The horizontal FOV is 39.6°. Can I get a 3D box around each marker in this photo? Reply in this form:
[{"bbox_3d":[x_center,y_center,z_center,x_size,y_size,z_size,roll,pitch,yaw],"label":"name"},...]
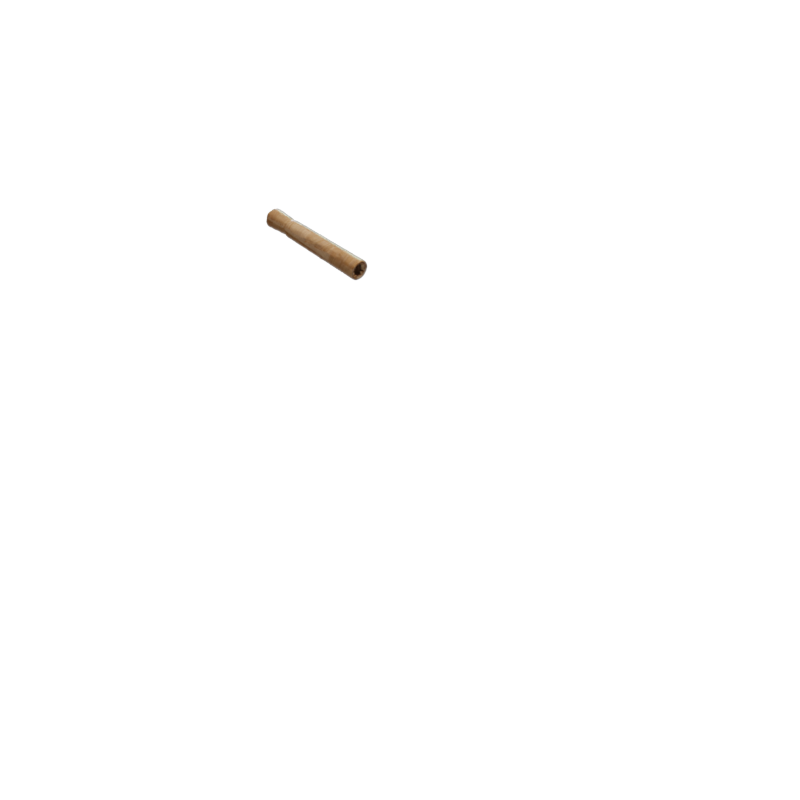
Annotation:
[{"bbox_3d":[-0.077,-0.141,0.984,0.019,0.019,0.130,-3,30,-47],"label":"marker"}]
